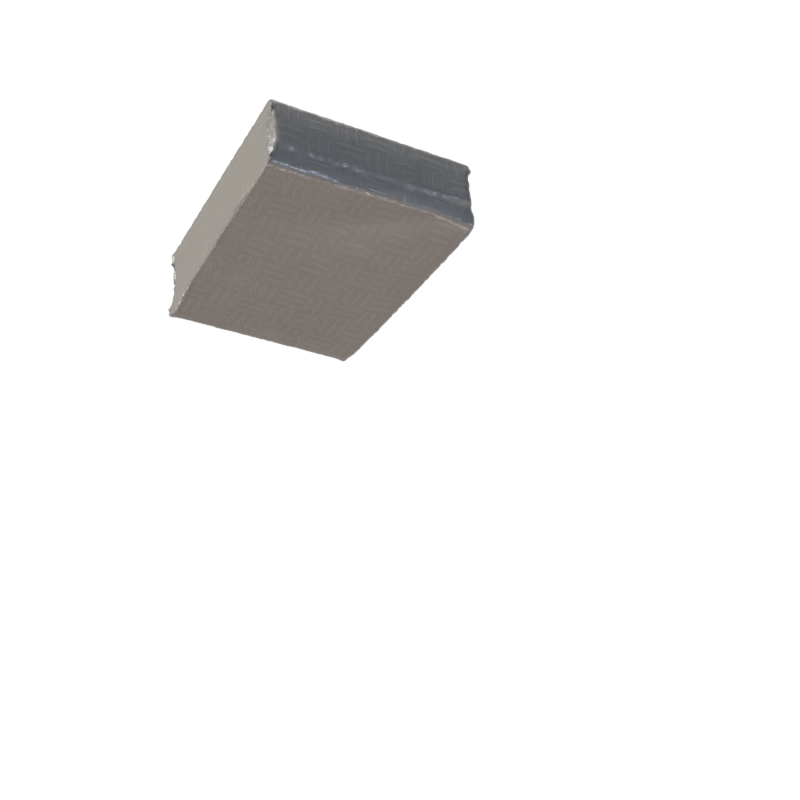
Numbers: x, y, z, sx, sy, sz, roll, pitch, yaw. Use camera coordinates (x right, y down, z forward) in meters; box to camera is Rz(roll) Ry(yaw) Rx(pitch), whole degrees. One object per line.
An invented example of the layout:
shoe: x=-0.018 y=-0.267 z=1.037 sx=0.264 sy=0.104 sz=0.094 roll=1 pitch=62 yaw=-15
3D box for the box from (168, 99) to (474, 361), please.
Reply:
box: x=-0.036 y=-0.066 z=0.462 sx=0.086 sy=0.042 sz=0.110 roll=17 pitch=-39 yaw=-23
